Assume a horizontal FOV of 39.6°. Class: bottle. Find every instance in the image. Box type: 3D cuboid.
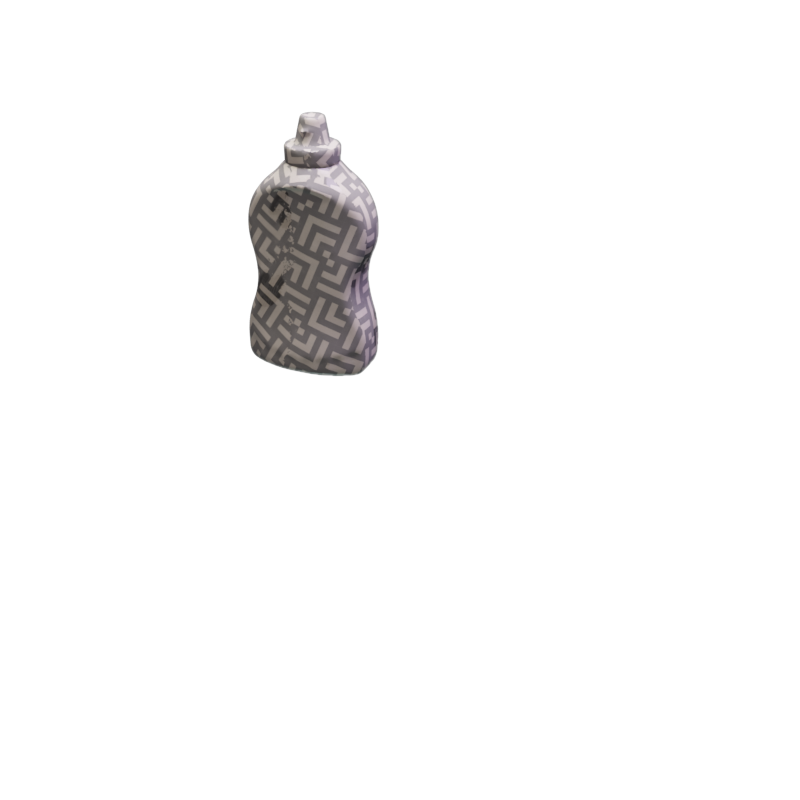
[{"bbox_3d":[-0.064,-0.116,0.813,0.099,0.183,0.059,11,24,22],"label":"bottle"}]
